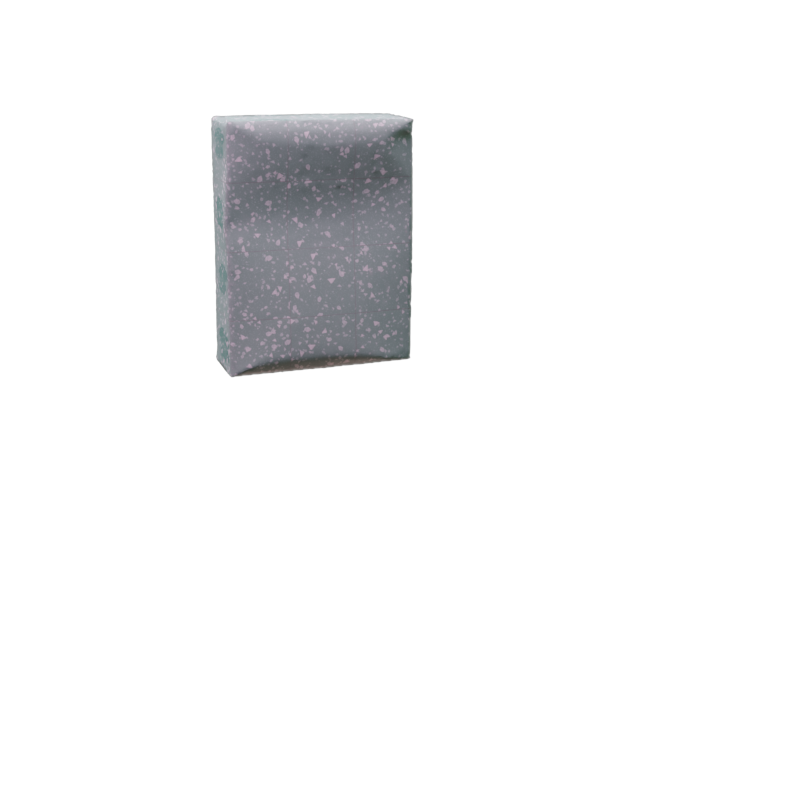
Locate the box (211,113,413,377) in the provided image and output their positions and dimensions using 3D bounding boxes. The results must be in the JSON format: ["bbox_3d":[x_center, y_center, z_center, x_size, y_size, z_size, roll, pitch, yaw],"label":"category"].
[{"bbox_3d":[-0.074,-0.135,0.946,0.161,0.208,0.075,-4,12,-17],"label":"box"}]
